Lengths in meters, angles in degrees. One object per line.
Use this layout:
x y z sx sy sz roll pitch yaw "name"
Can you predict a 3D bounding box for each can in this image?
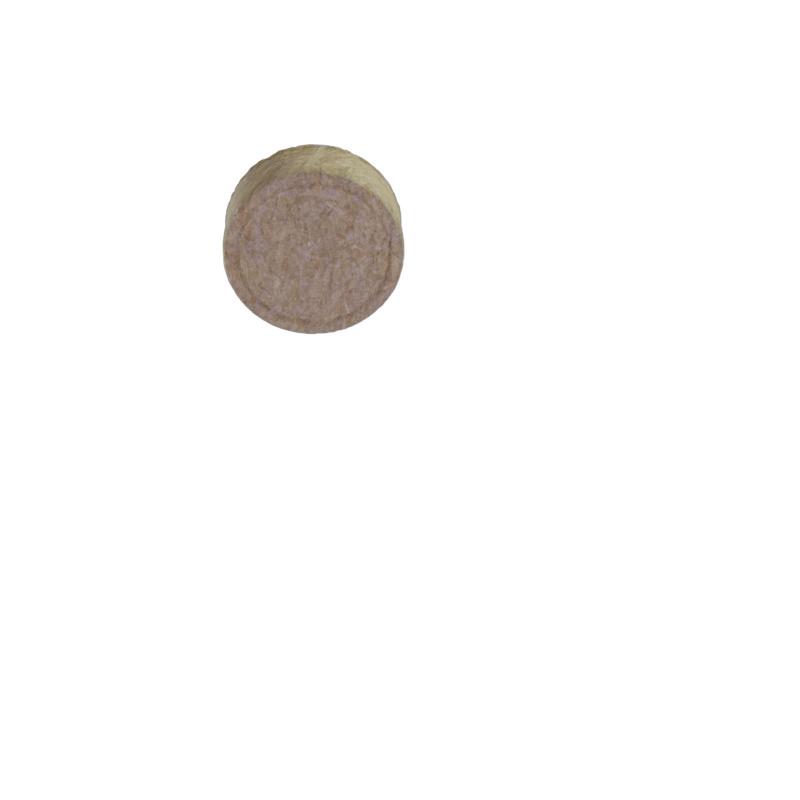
-0.041 -0.075 0.522 0.086 0.081 0.036 1 27 -1 "can"
